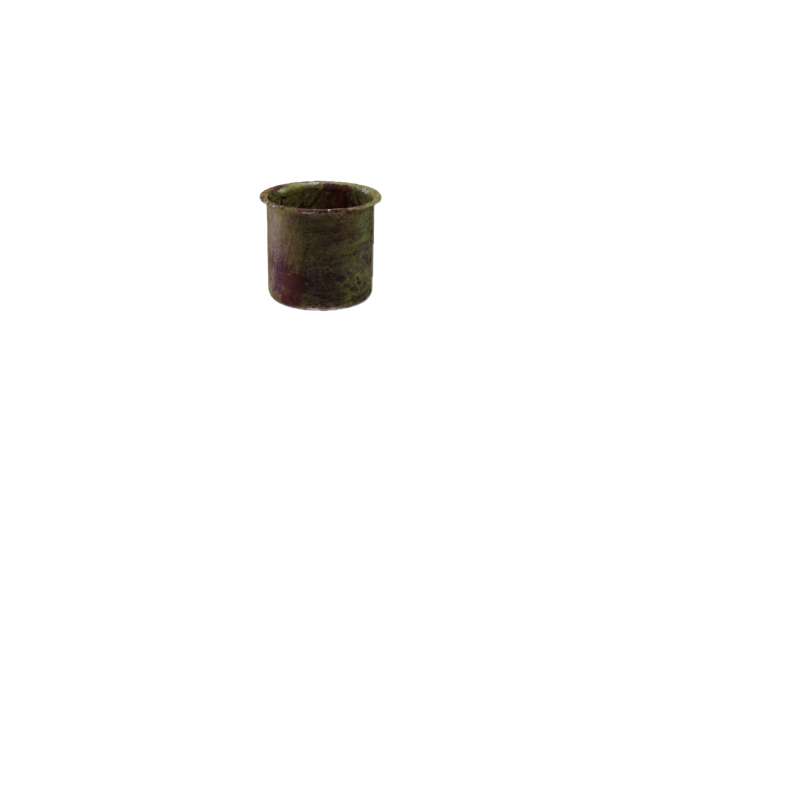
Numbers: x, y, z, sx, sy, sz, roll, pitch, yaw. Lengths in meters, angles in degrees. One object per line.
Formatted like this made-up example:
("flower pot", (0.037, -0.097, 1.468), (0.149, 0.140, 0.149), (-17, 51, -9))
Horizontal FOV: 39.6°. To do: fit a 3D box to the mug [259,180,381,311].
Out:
("mug", (-0.067, -0.123, 0.862), (0.091, 0.078, 0.125), (-11, 25, -28))
